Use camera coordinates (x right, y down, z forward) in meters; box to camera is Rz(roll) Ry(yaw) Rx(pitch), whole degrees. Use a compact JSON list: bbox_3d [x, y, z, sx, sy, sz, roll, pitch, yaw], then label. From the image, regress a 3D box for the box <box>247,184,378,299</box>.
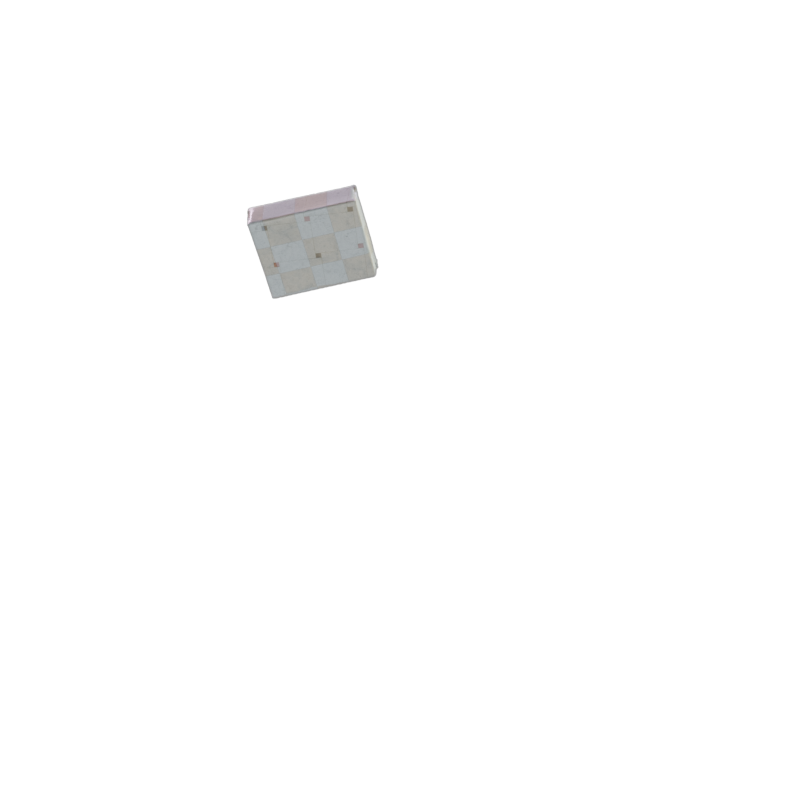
[{"bbox_3d":[-0.068,-0.125,0.874,0.090,0.068,0.032,-12,34,8],"label":"box"}]
